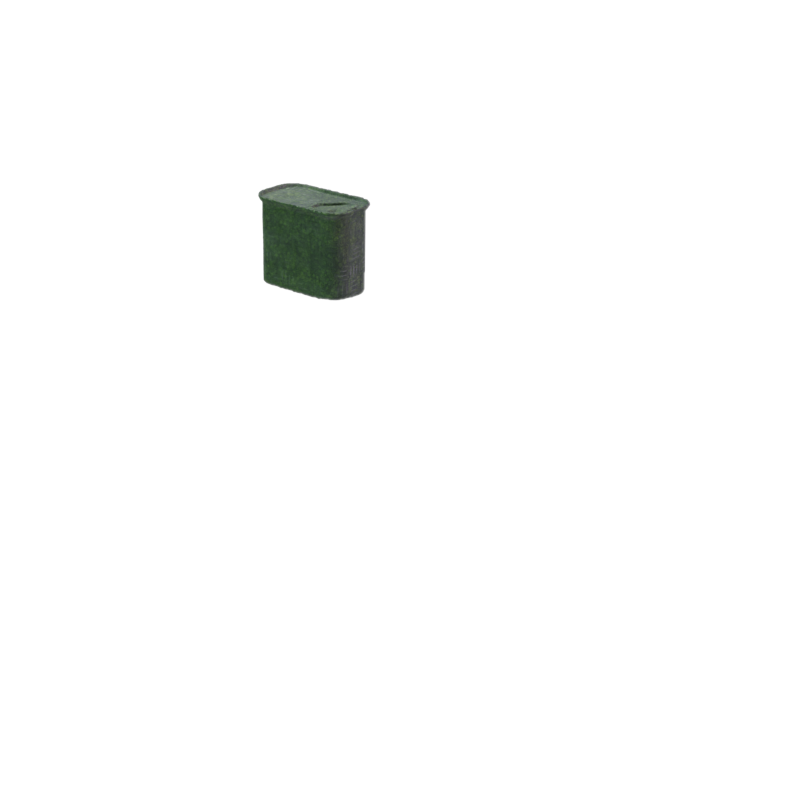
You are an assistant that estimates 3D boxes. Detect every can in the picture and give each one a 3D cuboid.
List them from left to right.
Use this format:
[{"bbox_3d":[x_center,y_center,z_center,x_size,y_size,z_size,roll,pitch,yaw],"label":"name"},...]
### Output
[{"bbox_3d":[-0.078,-0.142,0.995,0.108,0.080,0.057,18,27,35],"label":"can"}]
